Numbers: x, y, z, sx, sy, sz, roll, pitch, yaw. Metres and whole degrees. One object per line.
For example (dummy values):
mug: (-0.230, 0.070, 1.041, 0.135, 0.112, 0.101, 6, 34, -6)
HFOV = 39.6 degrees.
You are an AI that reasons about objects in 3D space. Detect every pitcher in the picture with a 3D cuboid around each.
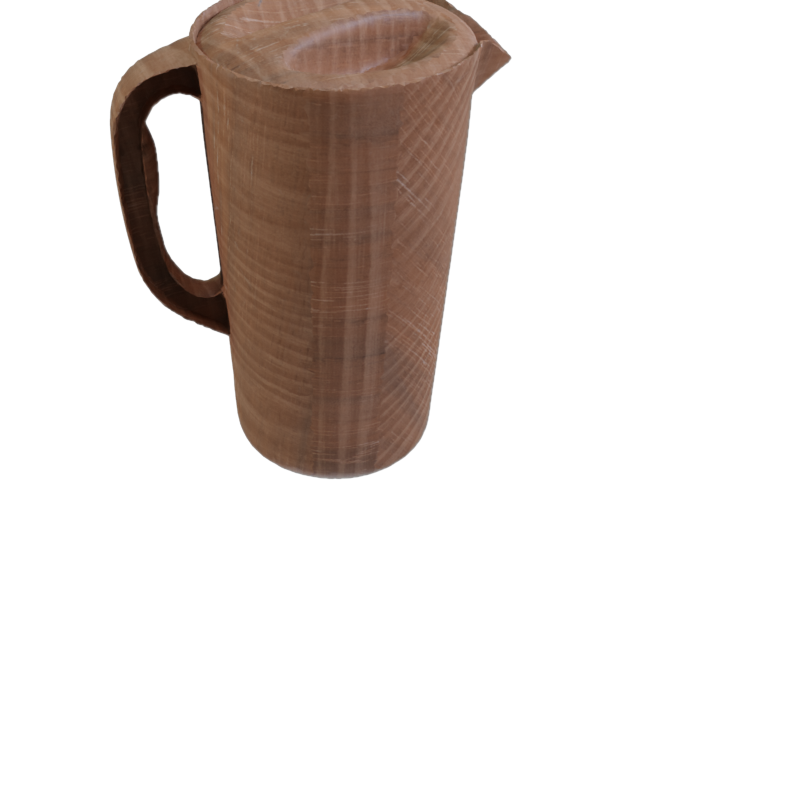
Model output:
pitcher: (-0.044, -0.080, 0.562, 0.156, 0.227, 0.148, 21, 40, 24)
